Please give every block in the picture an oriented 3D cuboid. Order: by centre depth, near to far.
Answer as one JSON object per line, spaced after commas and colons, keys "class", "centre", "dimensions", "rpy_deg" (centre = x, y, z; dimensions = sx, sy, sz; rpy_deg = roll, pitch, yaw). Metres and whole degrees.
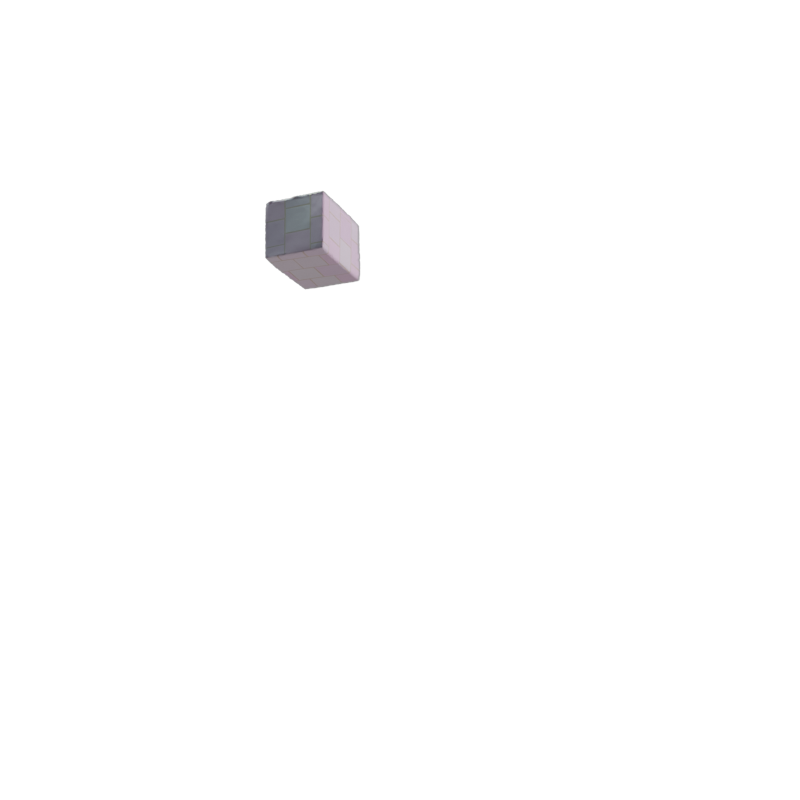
{"class": "block", "centre": [-0.071, -0.129, 0.906], "dimensions": [0.054, 0.054, 0.073], "rpy_deg": [-8, -20, 20]}
